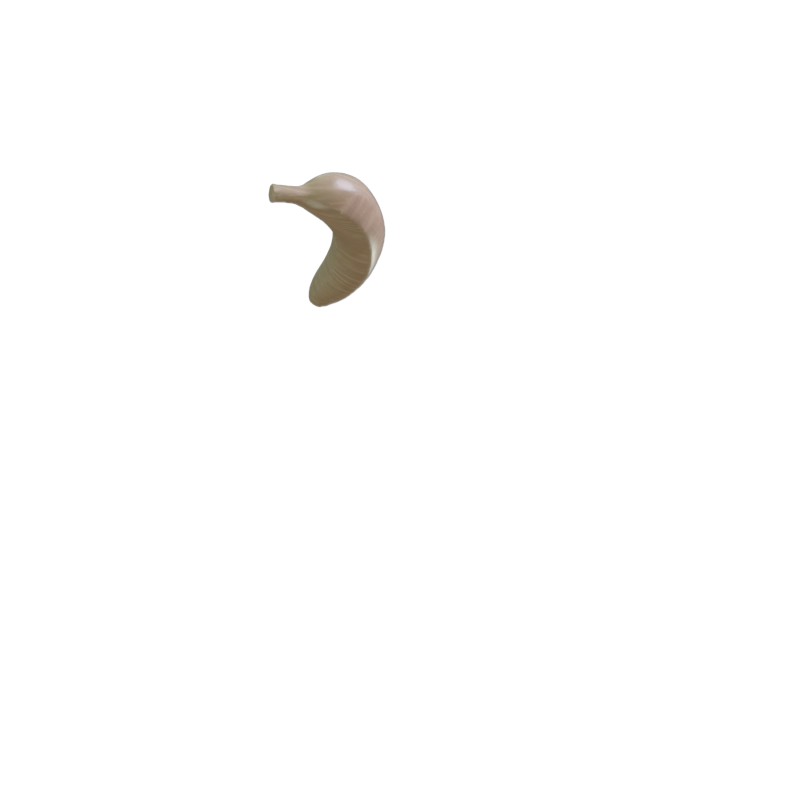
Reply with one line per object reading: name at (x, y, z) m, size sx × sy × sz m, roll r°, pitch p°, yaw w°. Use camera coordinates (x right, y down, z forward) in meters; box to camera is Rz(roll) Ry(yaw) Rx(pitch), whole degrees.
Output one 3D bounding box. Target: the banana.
banana at (-0.045, -0.116, 0.796) m, size 0.070 × 0.039 × 0.186 m, roll -2°, pitch -20°, yaw 5°
